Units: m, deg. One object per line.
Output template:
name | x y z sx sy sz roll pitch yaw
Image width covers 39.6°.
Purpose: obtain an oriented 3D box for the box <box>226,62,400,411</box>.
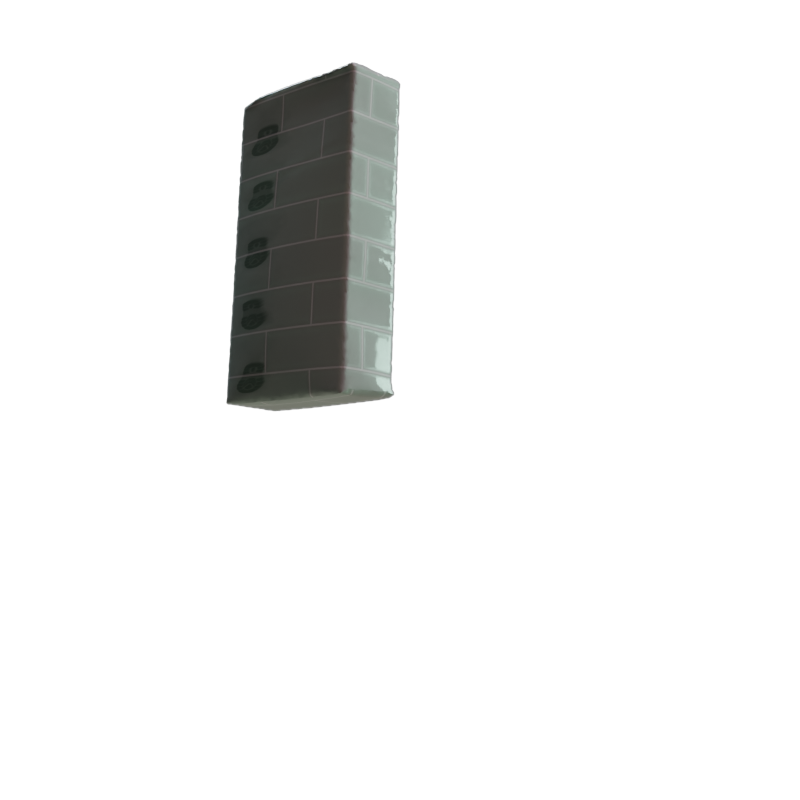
box | -0.048 -0.086 0.603 0.095 0.182 0.045 -12 -17 42
